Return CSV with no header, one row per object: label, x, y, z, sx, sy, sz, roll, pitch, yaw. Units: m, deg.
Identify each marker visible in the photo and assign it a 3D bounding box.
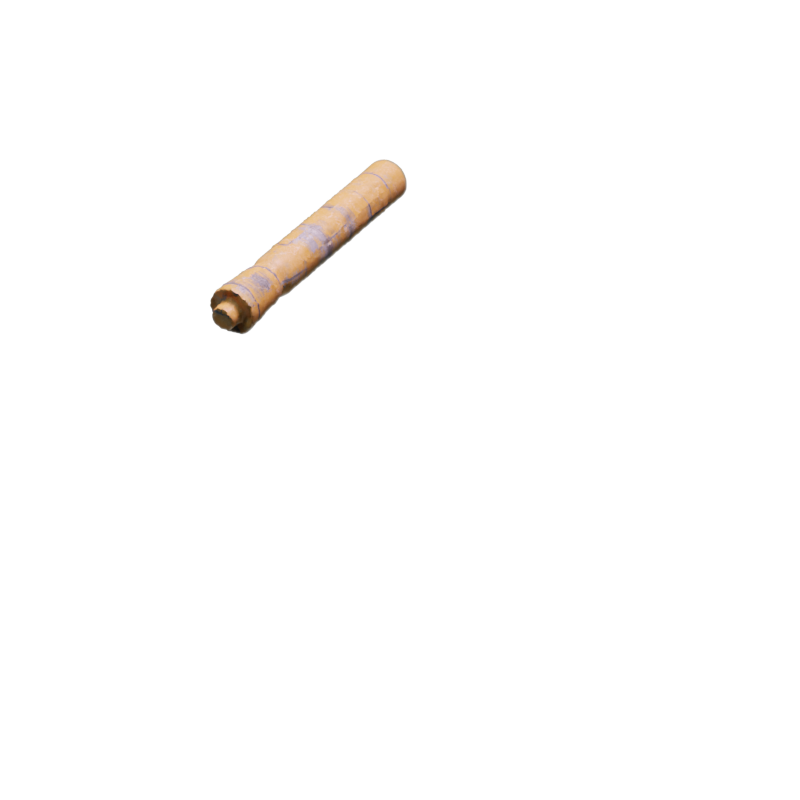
marker,-0.034,-0.062,0.432,0.020,0.019,0.124,2,33,33
